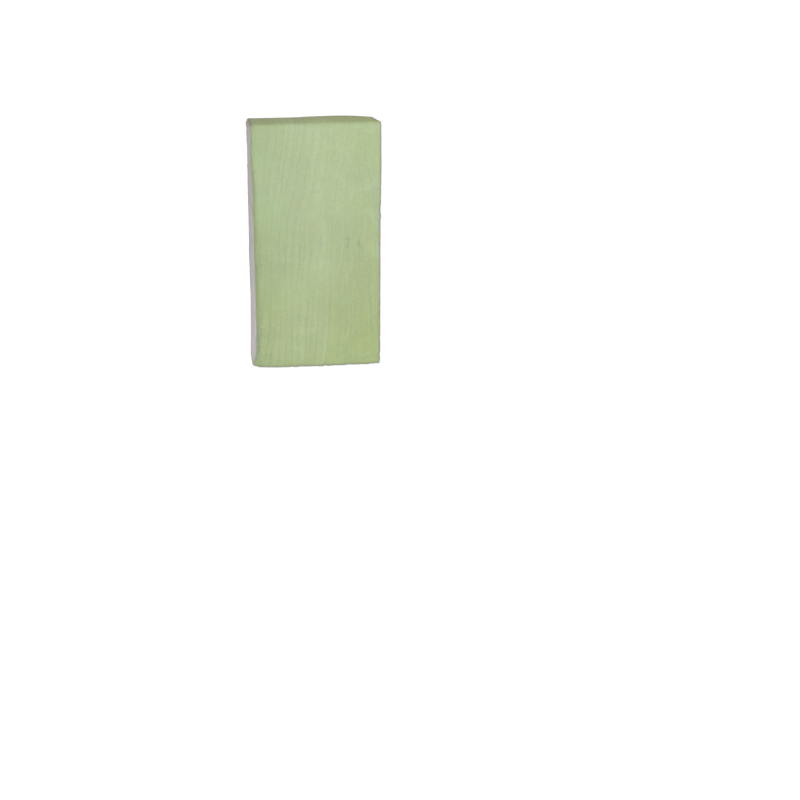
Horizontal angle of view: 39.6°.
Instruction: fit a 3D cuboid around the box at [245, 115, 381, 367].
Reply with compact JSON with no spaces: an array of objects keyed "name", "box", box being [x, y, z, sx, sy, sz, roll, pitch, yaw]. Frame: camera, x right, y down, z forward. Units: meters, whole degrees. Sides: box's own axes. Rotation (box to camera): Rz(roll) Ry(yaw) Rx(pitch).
[{"name":"box","box":[-0.062,-0.113,0.789,0.092,0.171,0.050,-1,13,-9]}]
